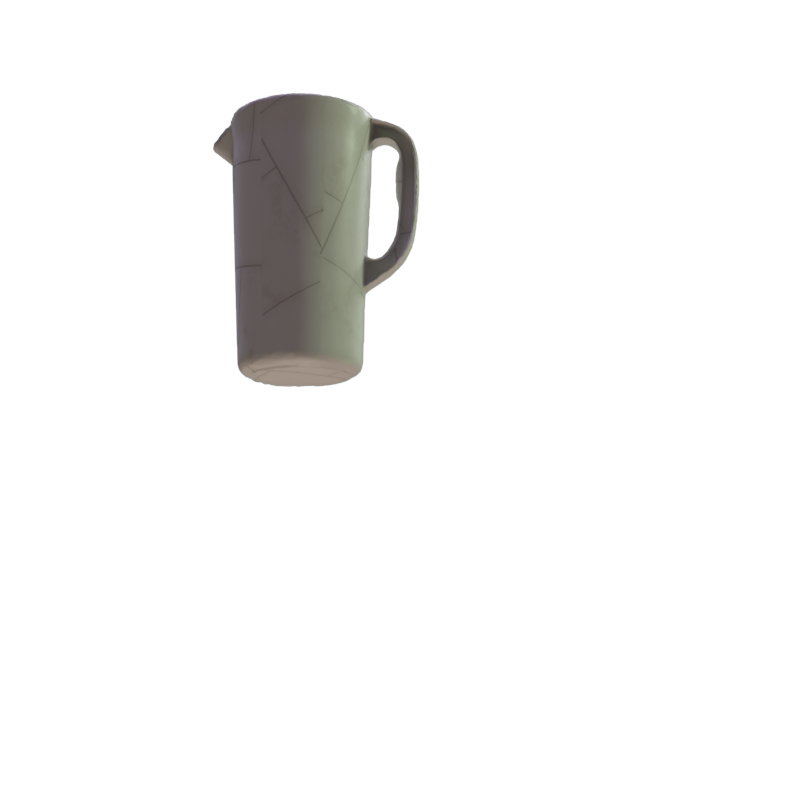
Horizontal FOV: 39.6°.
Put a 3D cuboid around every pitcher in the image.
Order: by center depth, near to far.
[{"bbox_3d":[-0.077,-0.140,0.982,0.138,0.253,0.151,11,-20,-37],"label":"pitcher"}]
